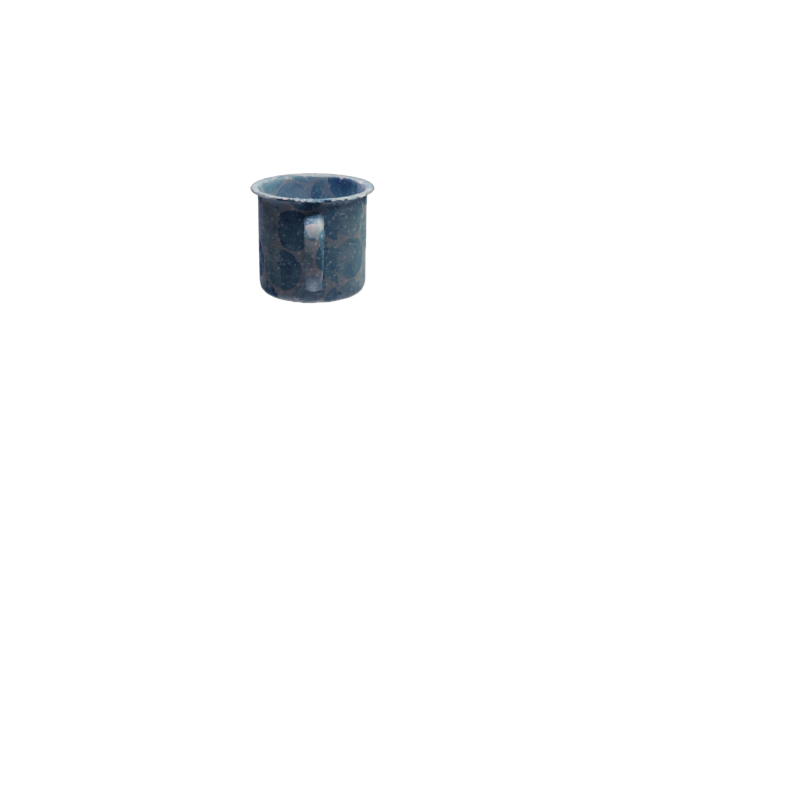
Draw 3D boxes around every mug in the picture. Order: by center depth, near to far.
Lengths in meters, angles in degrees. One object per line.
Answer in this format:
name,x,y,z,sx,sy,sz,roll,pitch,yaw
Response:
mug,-0.065,-0.119,0.832,0.093,0.078,0.123,-2,21,-6
